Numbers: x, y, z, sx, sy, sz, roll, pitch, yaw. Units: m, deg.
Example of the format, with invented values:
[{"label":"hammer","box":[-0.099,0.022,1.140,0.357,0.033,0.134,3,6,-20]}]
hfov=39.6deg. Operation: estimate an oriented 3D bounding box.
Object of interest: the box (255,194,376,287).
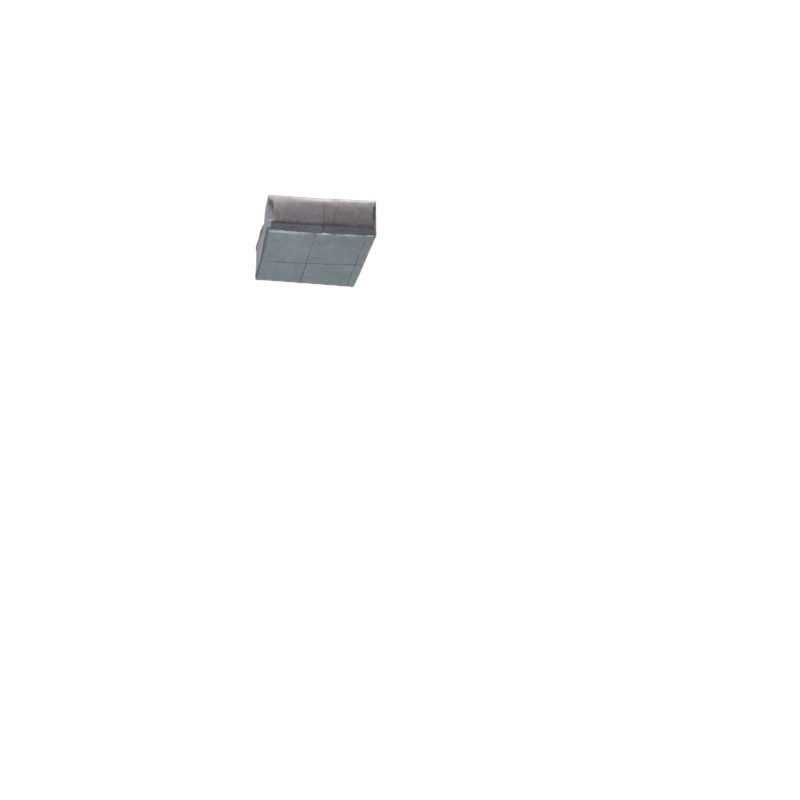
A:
[{"label":"box","box":[-0.060,-0.109,0.766,0.072,0.032,0.086,3,-19,-10]}]
